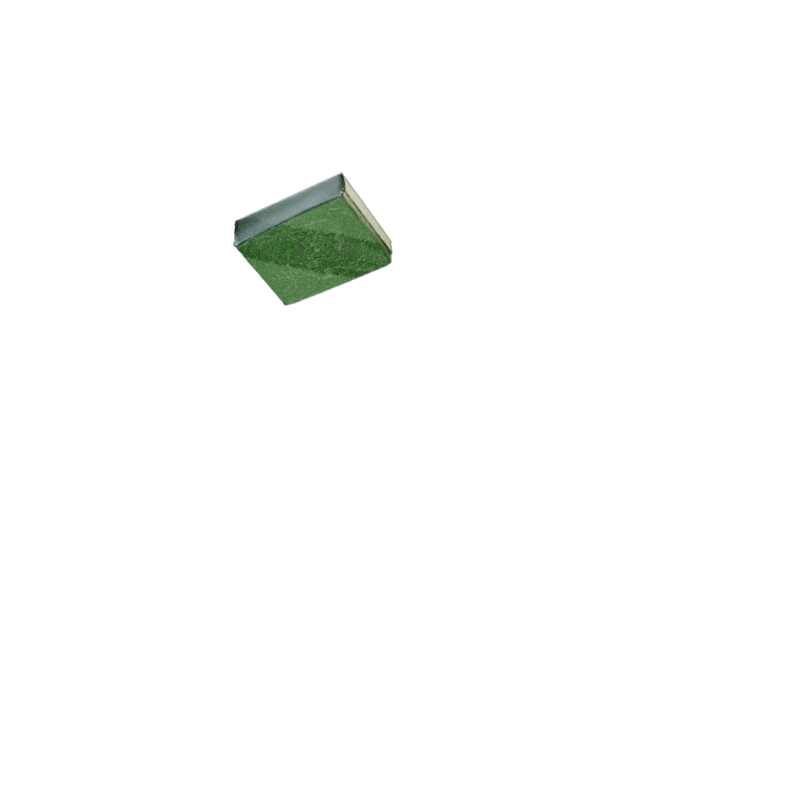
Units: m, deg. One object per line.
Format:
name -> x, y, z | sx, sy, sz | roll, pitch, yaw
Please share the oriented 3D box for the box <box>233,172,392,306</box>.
box -> -0.076, -0.139, 0.972 | 0.114, 0.042, 0.083 | -22, -50, 19
